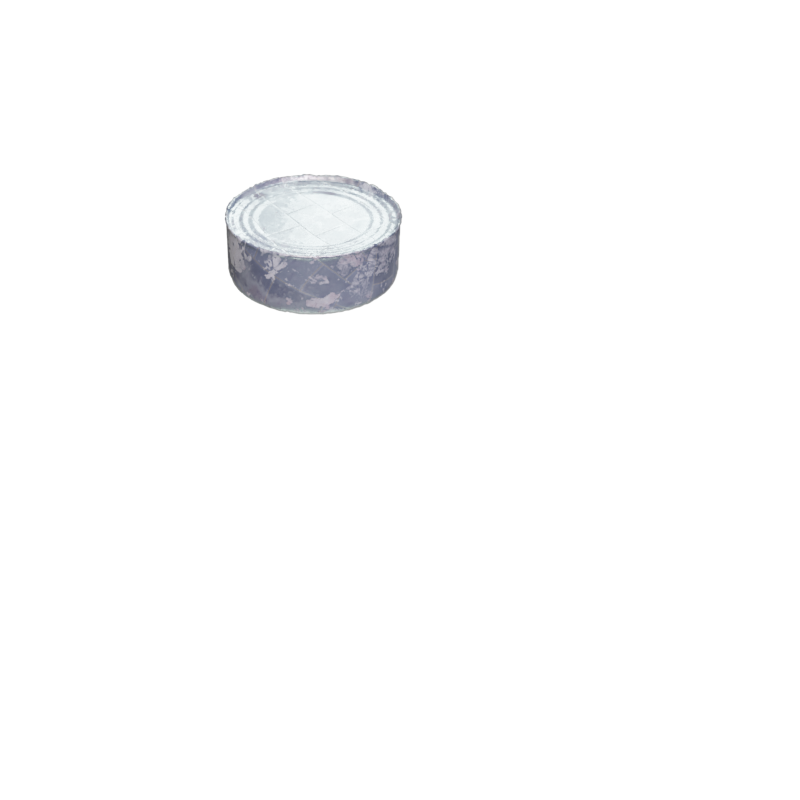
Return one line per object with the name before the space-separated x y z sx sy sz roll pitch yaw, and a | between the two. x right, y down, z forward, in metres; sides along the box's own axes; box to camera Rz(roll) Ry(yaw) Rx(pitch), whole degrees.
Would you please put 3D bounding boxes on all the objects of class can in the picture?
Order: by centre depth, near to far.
can | -0.043 -0.078 0.544 0.086 0.031 0.092 -1 35 -2
